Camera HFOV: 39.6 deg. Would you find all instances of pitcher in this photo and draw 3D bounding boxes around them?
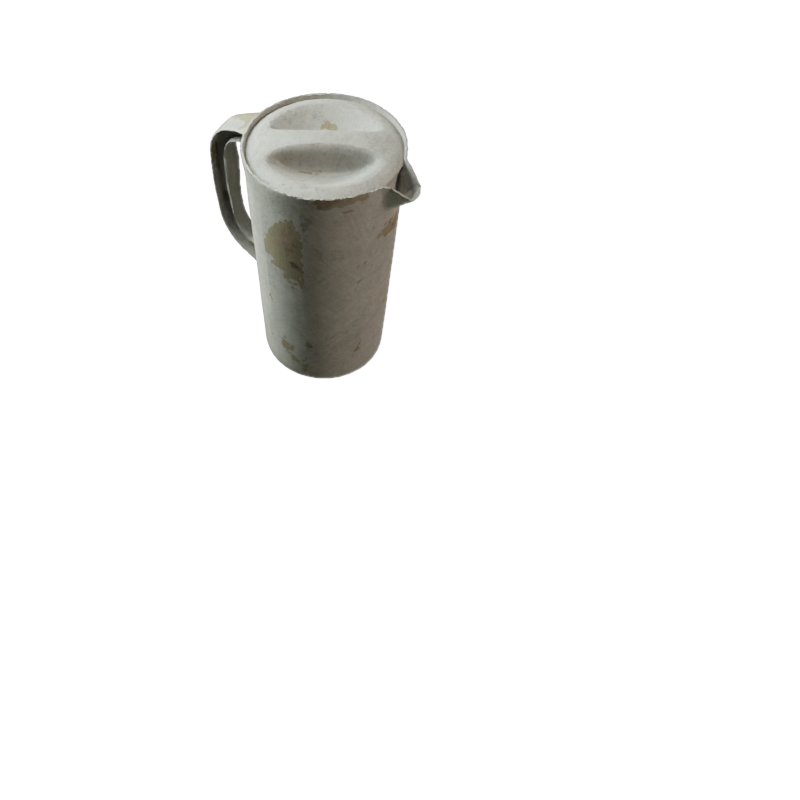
[{"bbox_3d":[-0.075,-0.137,0.956,0.143,0.161,0.226,-13,-40,-14],"label":"pitcher"}]
